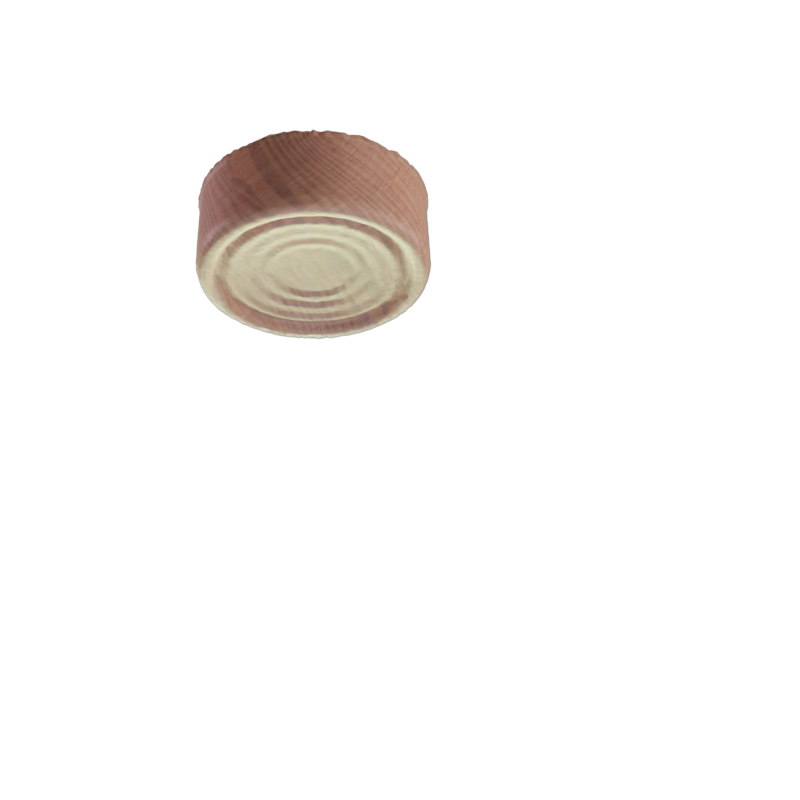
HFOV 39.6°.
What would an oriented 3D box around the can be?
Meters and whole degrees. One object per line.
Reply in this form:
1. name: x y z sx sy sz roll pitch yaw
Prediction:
1. can: -0.032 -0.058 0.405 0.086 0.036 0.080 1 -32 -2
